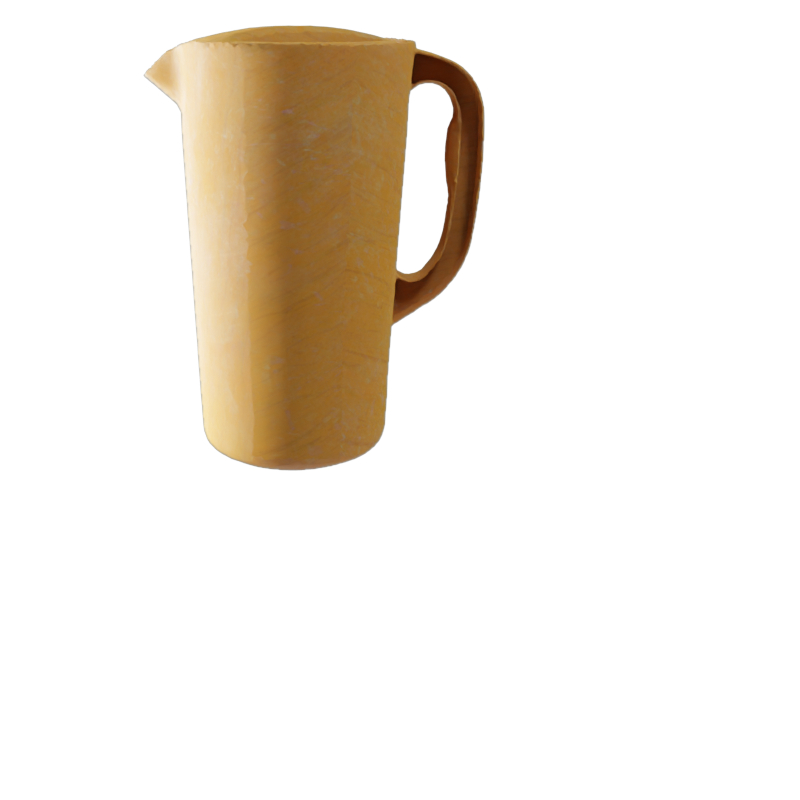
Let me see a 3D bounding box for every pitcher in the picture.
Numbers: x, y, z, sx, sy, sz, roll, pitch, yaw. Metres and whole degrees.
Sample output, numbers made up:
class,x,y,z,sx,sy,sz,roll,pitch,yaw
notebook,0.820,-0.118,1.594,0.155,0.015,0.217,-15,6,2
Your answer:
class,x,y,z,sx,sy,sz,roll,pitch,yaw
pitcher,-0.050,-0.091,0.635,0.157,0.235,0.142,13,19,39
